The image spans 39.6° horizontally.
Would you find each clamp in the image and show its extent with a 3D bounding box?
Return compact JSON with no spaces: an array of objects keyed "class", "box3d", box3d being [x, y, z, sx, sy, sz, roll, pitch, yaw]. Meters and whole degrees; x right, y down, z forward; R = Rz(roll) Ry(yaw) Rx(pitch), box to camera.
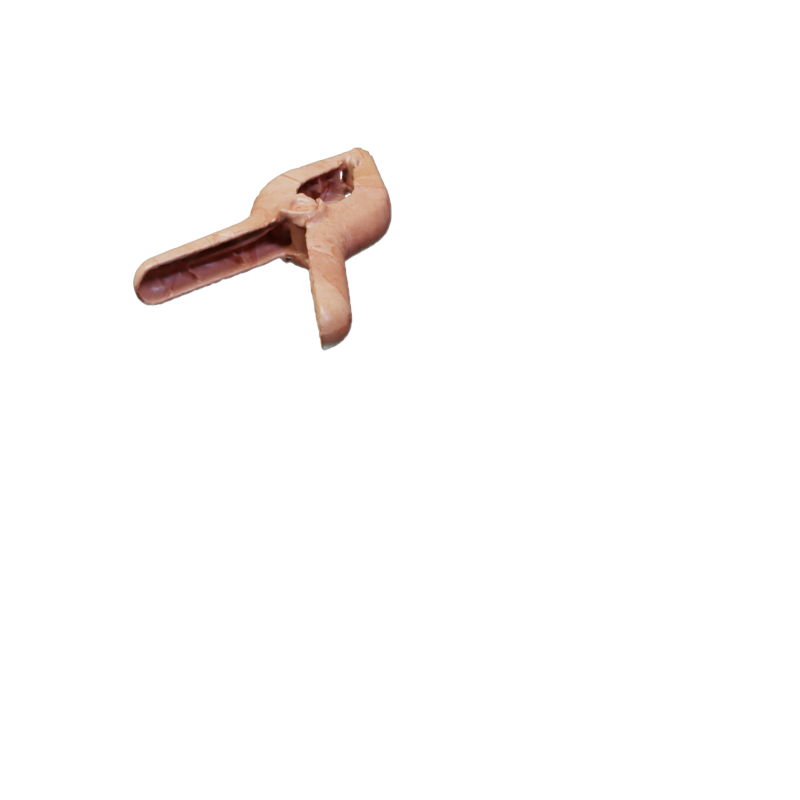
[{"class":"clamp","box3d":[-0.047,-0.086,0.600,0.126,0.037,0.175,23,47,24]}]
